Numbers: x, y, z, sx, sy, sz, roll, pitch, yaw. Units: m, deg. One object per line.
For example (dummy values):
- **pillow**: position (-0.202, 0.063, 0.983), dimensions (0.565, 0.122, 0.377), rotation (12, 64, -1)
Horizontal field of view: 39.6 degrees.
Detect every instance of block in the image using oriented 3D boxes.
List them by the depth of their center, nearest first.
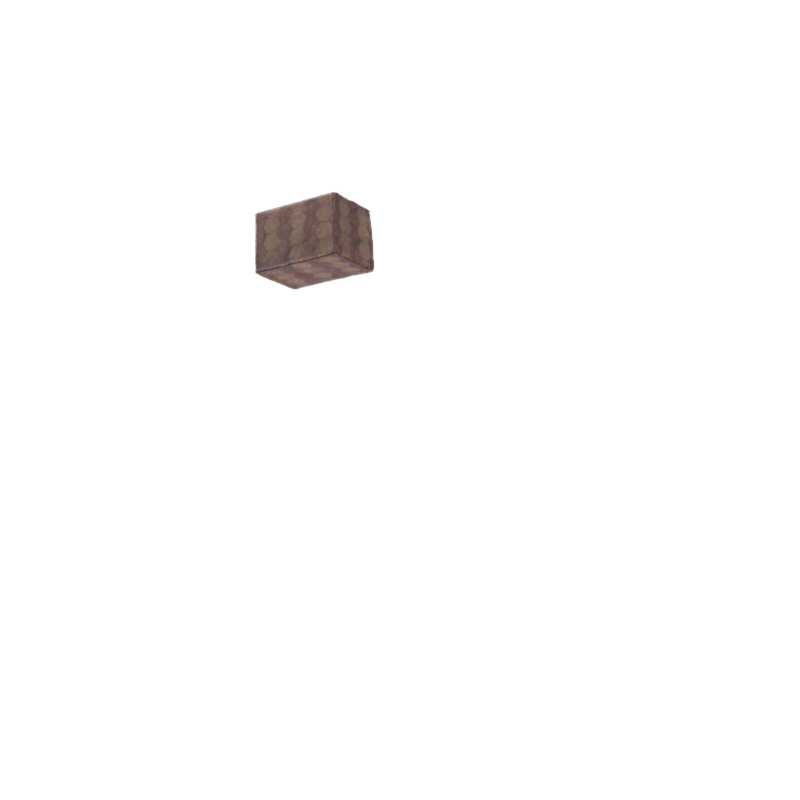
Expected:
- **block**: position (-0.067, -0.122, 0.851), dimensions (0.080, 0.053, 0.049), rotation (-10, -18, 32)
